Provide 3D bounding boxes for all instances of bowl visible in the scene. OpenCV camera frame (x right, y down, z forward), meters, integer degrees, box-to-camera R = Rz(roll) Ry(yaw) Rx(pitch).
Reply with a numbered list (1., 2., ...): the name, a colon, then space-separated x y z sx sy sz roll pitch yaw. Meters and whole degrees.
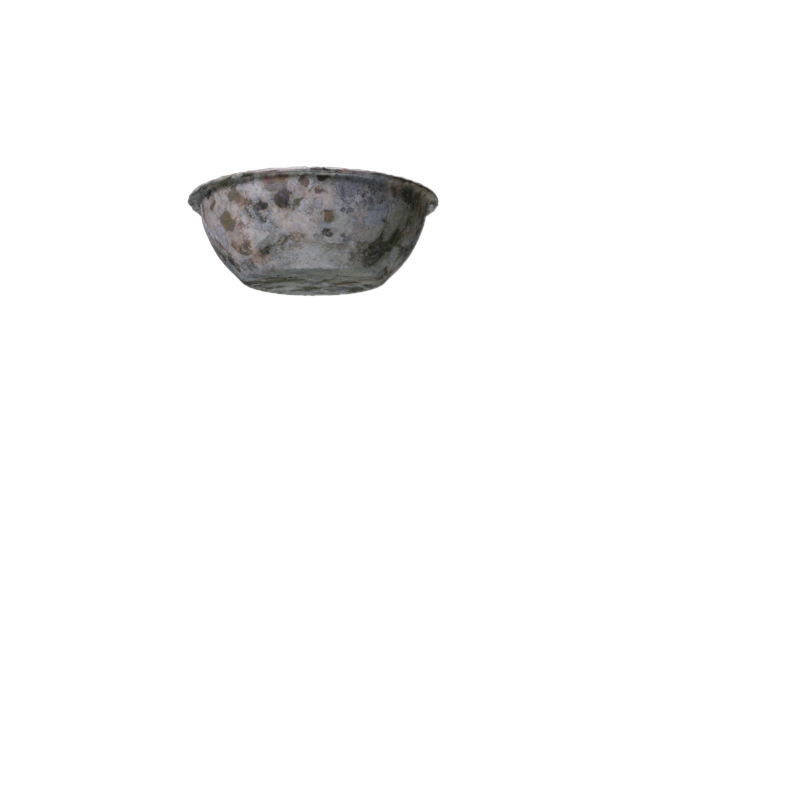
1. bowl: -0.056 -0.102 0.712 0.162 0.056 0.159 0 -6 -2
